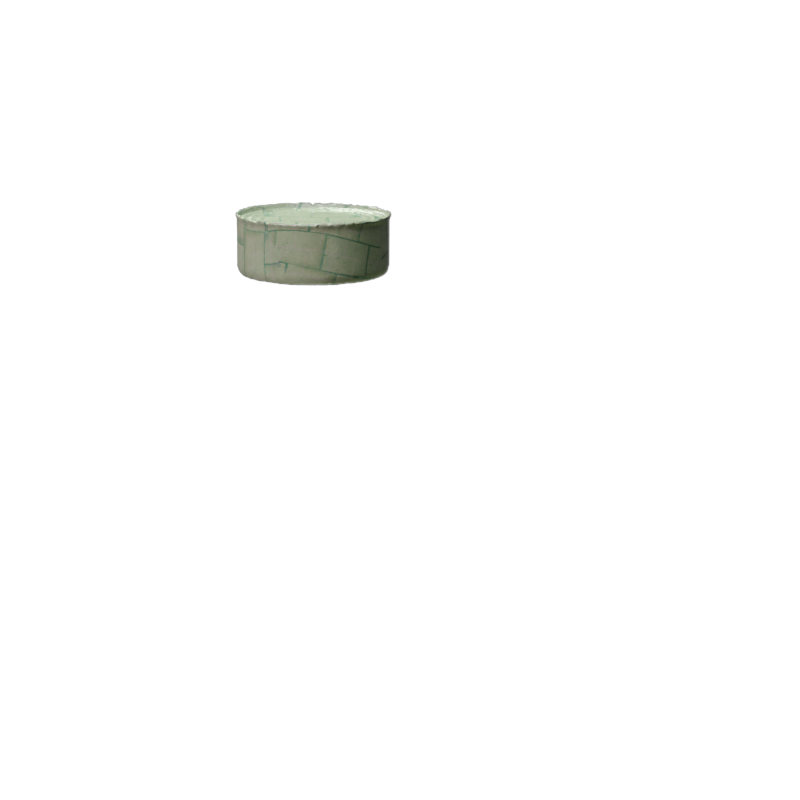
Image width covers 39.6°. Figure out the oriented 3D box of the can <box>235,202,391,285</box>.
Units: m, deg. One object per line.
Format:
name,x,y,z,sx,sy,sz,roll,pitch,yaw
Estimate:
can,-0.048,-0.088,0.613,0.086,0.033,0.089,0,16,-2
